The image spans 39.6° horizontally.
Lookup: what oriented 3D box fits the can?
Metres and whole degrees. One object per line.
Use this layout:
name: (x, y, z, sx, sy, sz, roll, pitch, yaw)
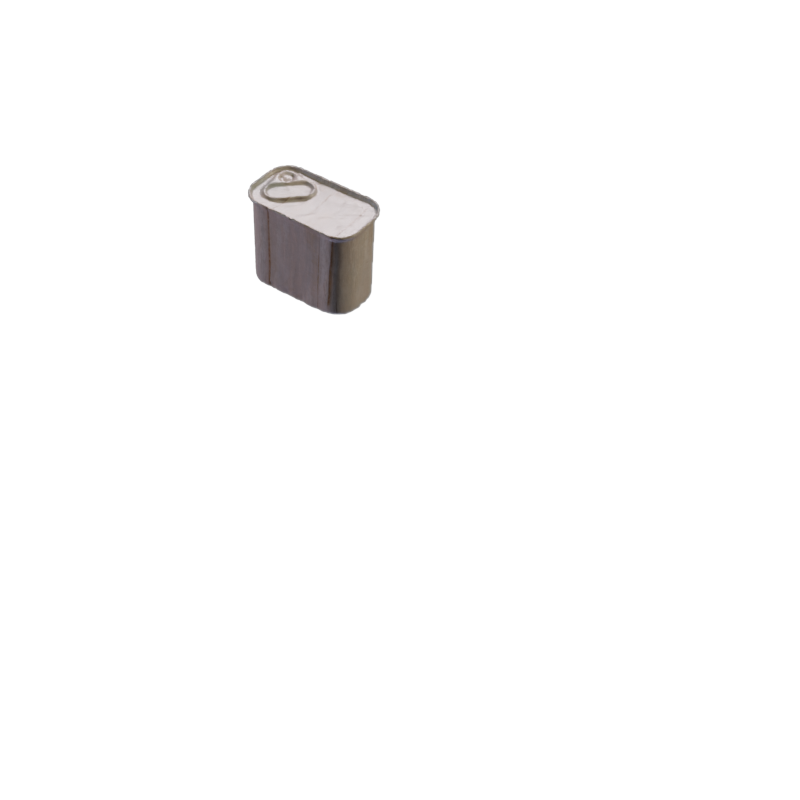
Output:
can: (-0.068, -0.124, 0.868, 0.107, 0.078, 0.058, 28, 49, 25)
